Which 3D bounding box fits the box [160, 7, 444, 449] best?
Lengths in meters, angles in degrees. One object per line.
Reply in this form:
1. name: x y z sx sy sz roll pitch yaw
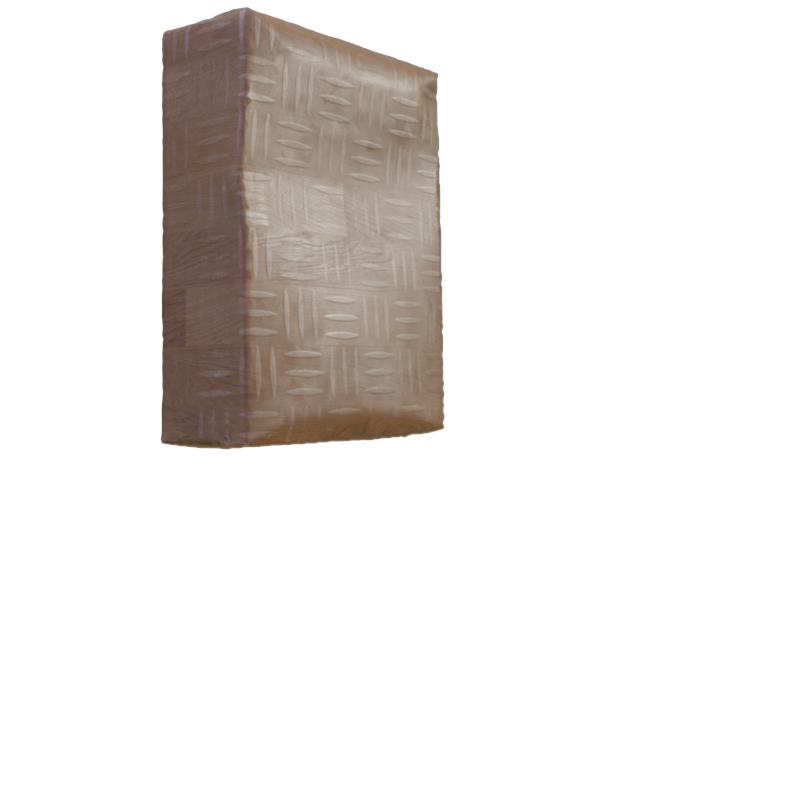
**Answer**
1. box: -0.047 -0.086 0.600 0.074 0.217 0.157 -6 -7 40
